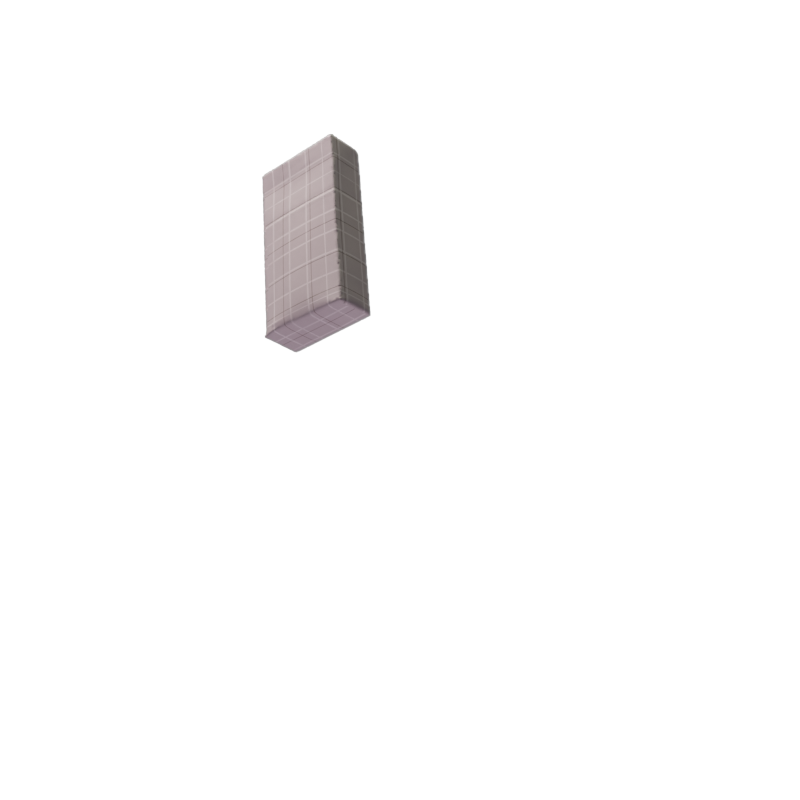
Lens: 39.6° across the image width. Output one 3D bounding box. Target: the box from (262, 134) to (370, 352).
[{"bbox_3d":[-0.077,-0.141,0.987,0.093,0.188,0.045,-26,-39,33],"label":"box"}]
